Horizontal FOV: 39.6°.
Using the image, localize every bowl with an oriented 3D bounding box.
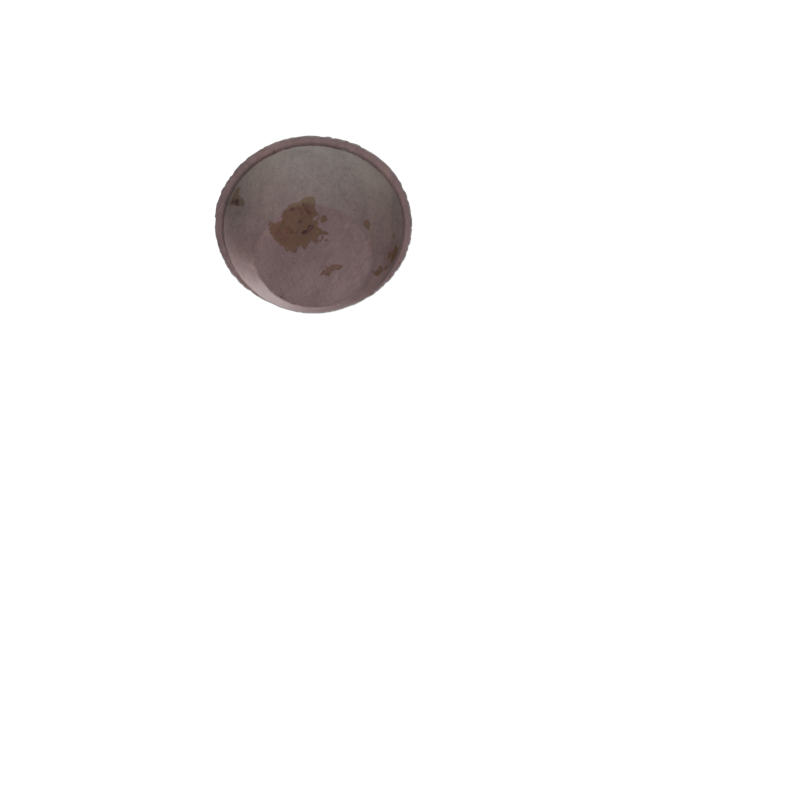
[{"bbox_3d":[-0.069,-0.126,0.882,0.162,0.153,0.058,1,30,-1],"label":"bowl"}]
